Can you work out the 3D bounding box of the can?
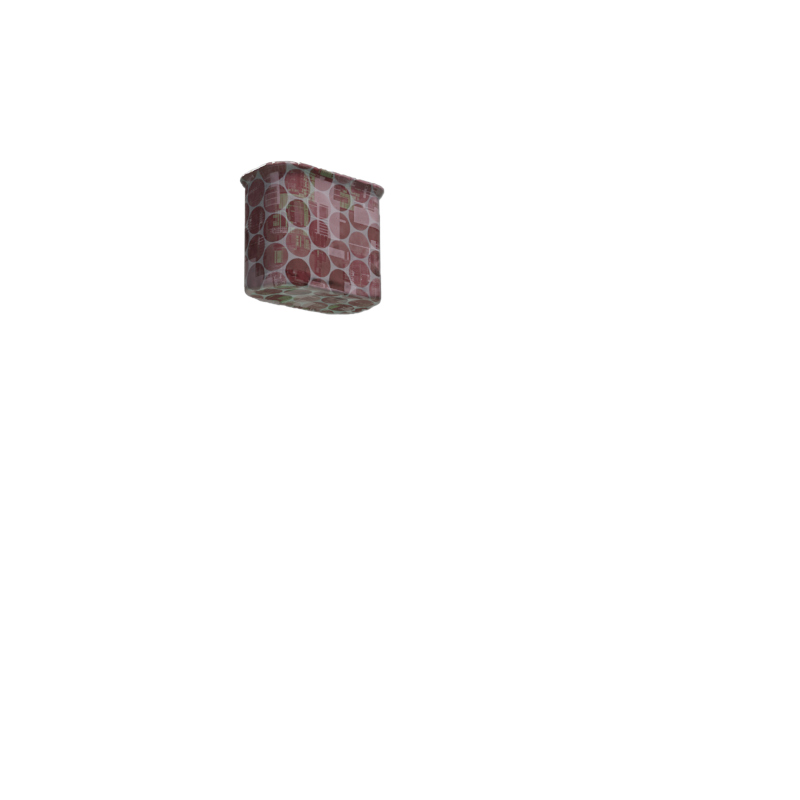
[{"bbox_3d":[-0.059,-0.108,0.755,0.097,0.087,0.058,10,-18,-40],"label":"can"}]
